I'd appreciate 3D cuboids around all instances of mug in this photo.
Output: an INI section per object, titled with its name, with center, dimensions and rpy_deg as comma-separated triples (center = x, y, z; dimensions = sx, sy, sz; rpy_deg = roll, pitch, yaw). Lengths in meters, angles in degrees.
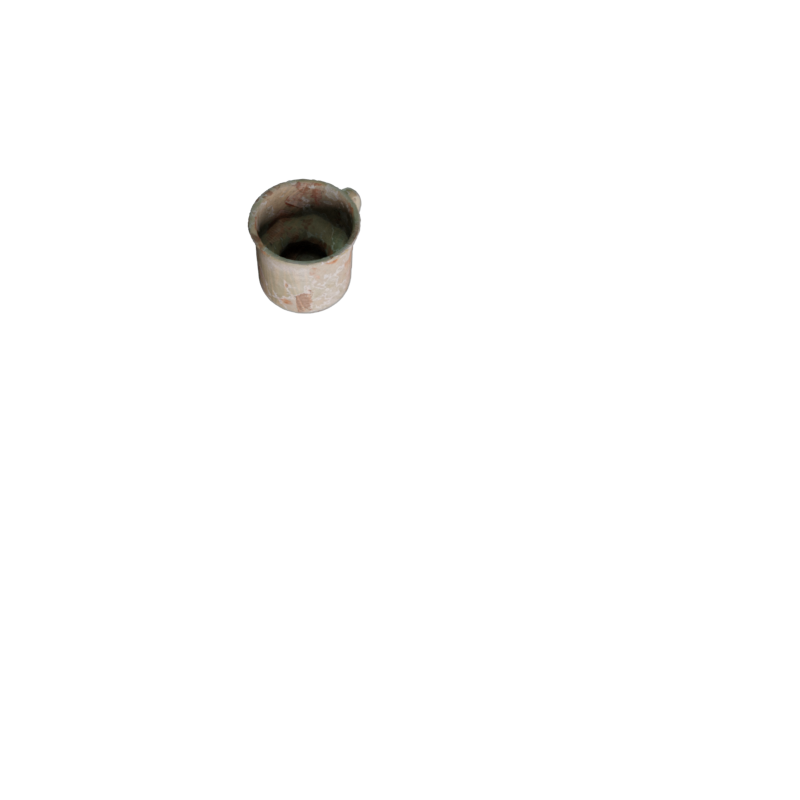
[mug]
center = -0.074, -0.135, 0.948
dimensions = 0.098, 0.120, 0.076
rpy_deg = 31, -30, 18
